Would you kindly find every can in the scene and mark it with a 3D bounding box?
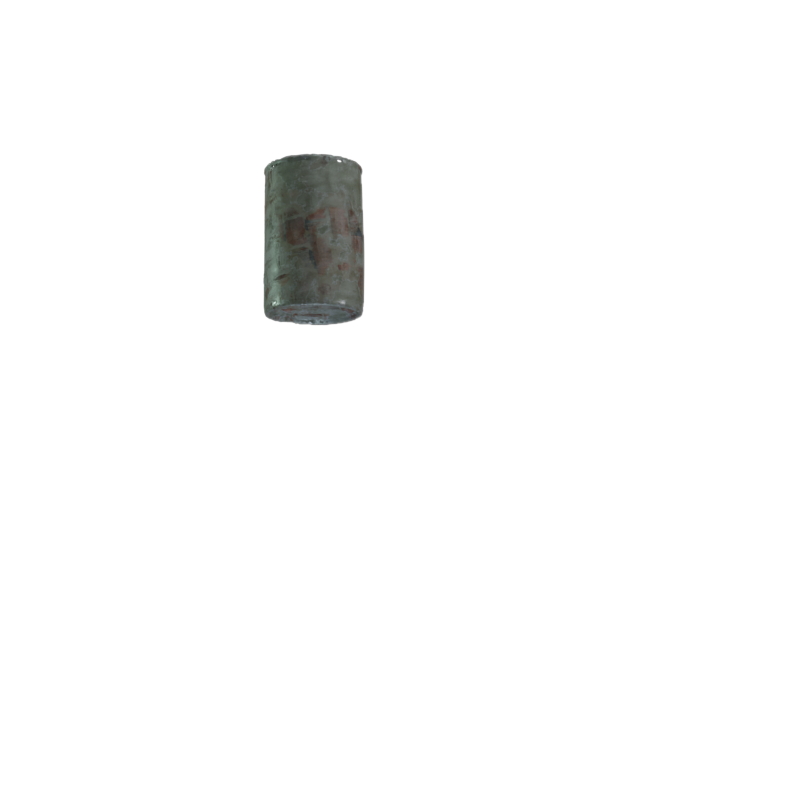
[{"bbox_3d":[-0.059,-0.107,0.748,0.068,0.106,0.066,0,-13,-2],"label":"can"}]
